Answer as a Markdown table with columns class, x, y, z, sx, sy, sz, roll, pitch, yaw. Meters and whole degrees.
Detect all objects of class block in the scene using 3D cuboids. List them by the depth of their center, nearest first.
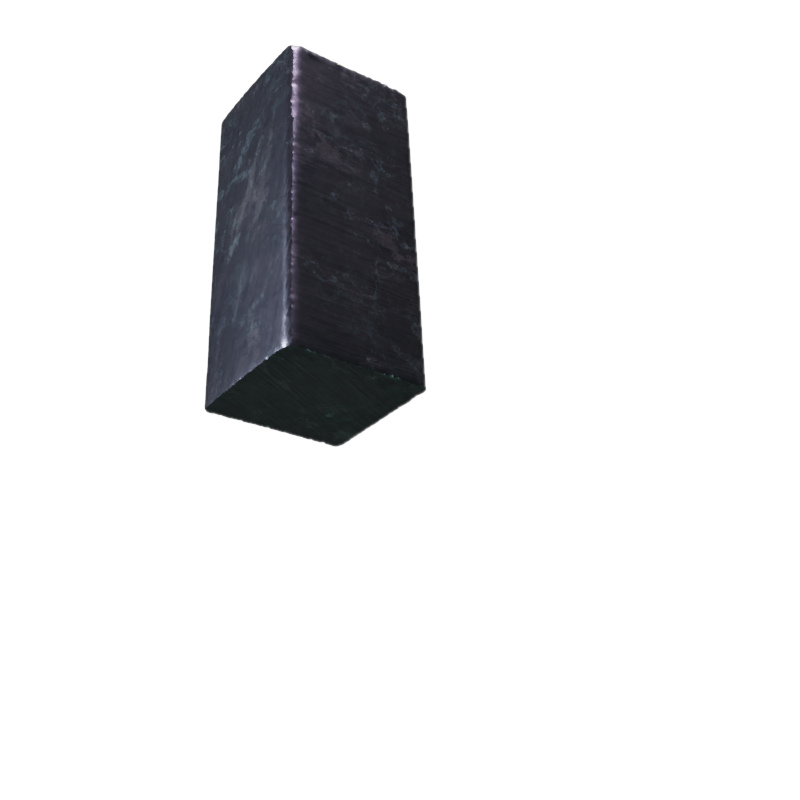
| class | x | y | z | sx | sy | sz | roll | pitch | yaw |
| --- | --- | --- | --- | --- | --- | --- | --- | --- | --- |
| block | -0.051 | -0.093 | 0.650 | 0.086 | 0.220 | 0.089 | 19 | -38 | -30 |
